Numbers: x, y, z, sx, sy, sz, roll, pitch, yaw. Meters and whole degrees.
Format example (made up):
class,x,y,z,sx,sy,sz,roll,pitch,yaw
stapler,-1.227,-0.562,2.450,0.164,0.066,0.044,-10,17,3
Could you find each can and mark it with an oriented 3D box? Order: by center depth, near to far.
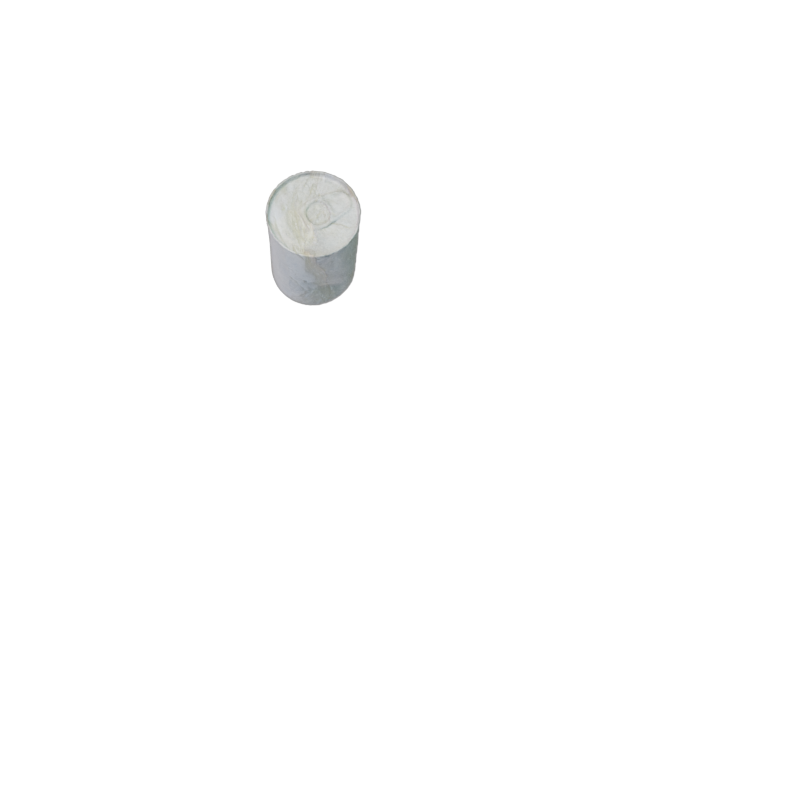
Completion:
class,x,y,z,sx,sy,sz,roll,pitch,yaw
can,-0.065,-0.119,0.833,0.068,0.072,0.098,0,-19,-3
